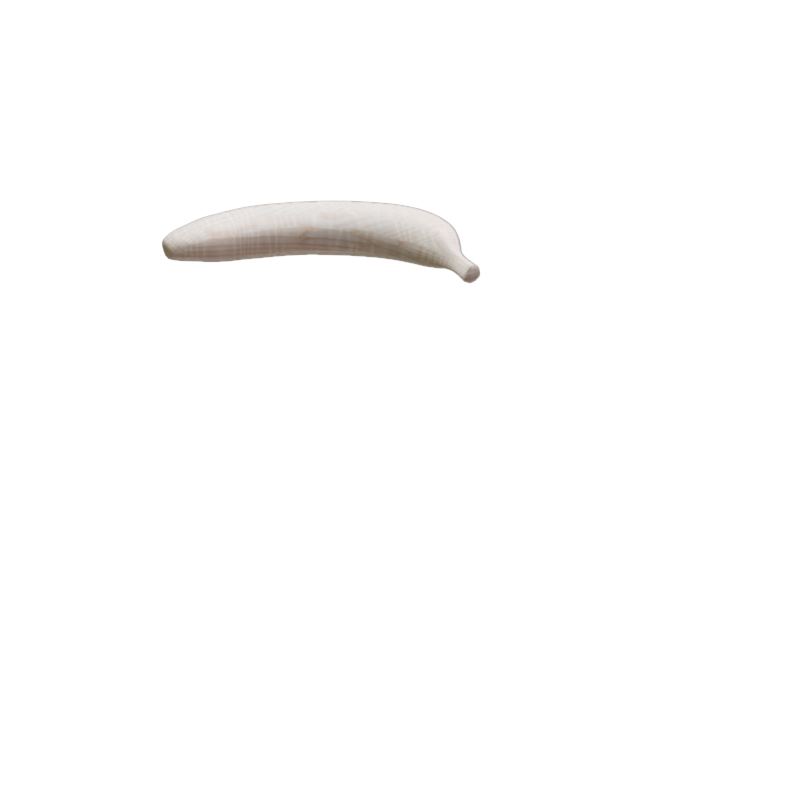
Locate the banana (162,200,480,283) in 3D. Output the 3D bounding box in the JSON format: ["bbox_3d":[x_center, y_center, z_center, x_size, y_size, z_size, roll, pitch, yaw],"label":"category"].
[{"bbox_3d":[-0.048,-0.105,0.703,0.200,0.035,0.072,4,21,8],"label":"banana"}]
